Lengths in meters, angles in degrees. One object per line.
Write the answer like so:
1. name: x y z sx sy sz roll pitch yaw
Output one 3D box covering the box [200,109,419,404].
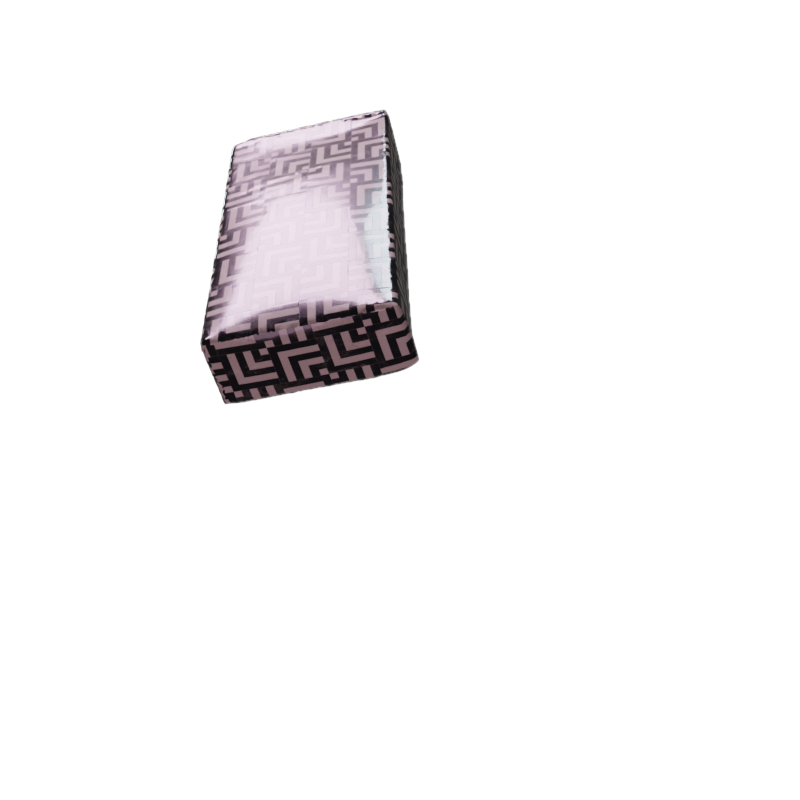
1. box: -0.044 -0.080 0.561 0.094 0.044 0.189 -12 42 7
